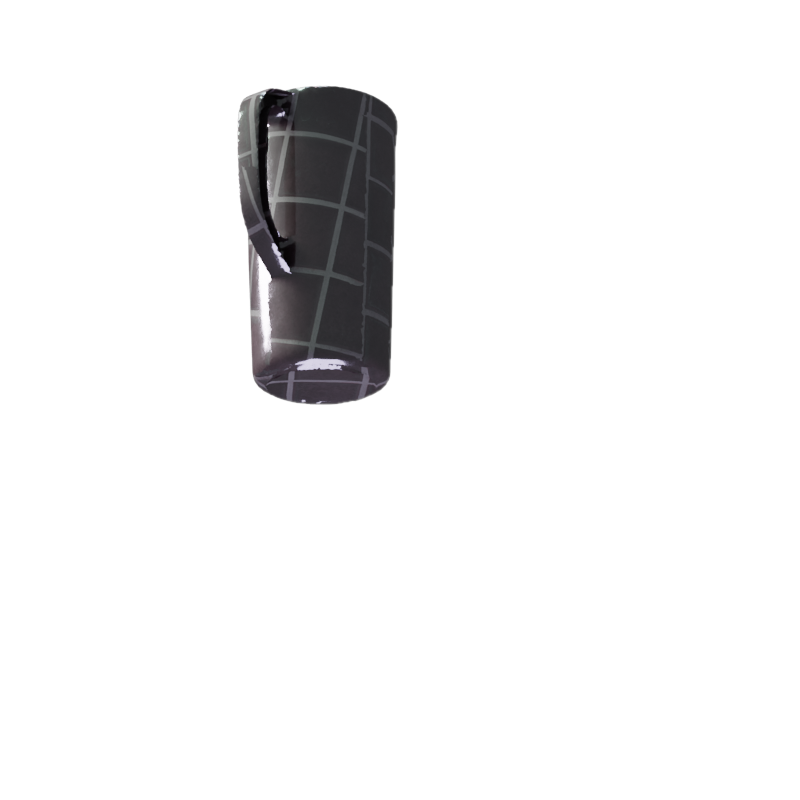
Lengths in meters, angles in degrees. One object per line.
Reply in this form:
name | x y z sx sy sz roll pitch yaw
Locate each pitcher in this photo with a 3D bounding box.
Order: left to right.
pitcher | -0.071 -0.129 0.905 0.146 0.257 0.140 5 -24 -14
